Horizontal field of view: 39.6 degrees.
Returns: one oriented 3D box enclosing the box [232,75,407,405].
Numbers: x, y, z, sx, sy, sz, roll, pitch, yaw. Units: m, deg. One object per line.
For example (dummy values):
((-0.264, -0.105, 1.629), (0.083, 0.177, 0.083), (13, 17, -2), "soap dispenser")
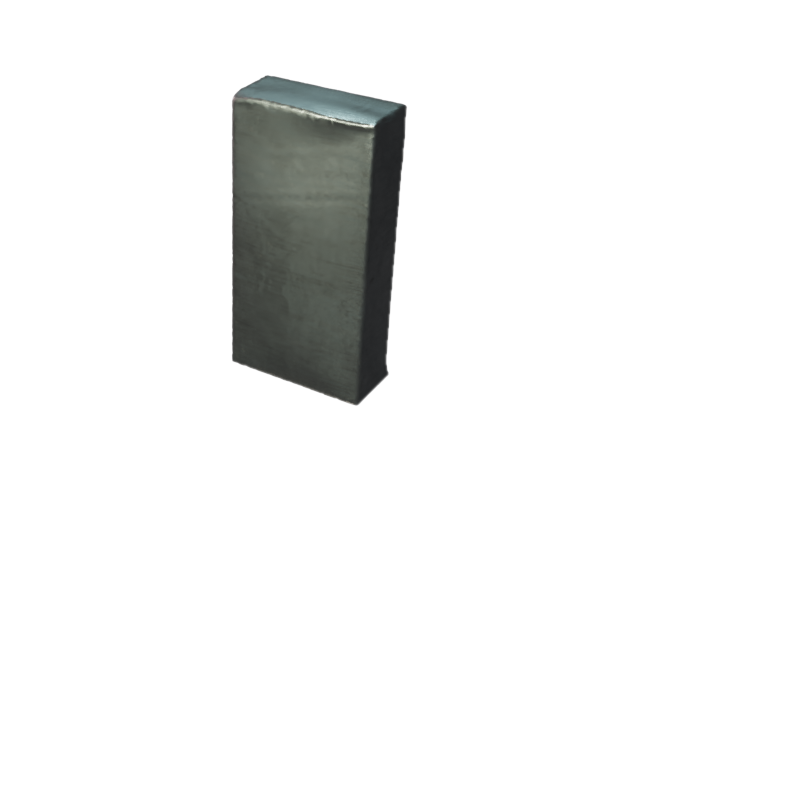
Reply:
((-0.051, -0.091, 0.641), (0.097, 0.166, 0.049), (18, 34, 24), "box")
